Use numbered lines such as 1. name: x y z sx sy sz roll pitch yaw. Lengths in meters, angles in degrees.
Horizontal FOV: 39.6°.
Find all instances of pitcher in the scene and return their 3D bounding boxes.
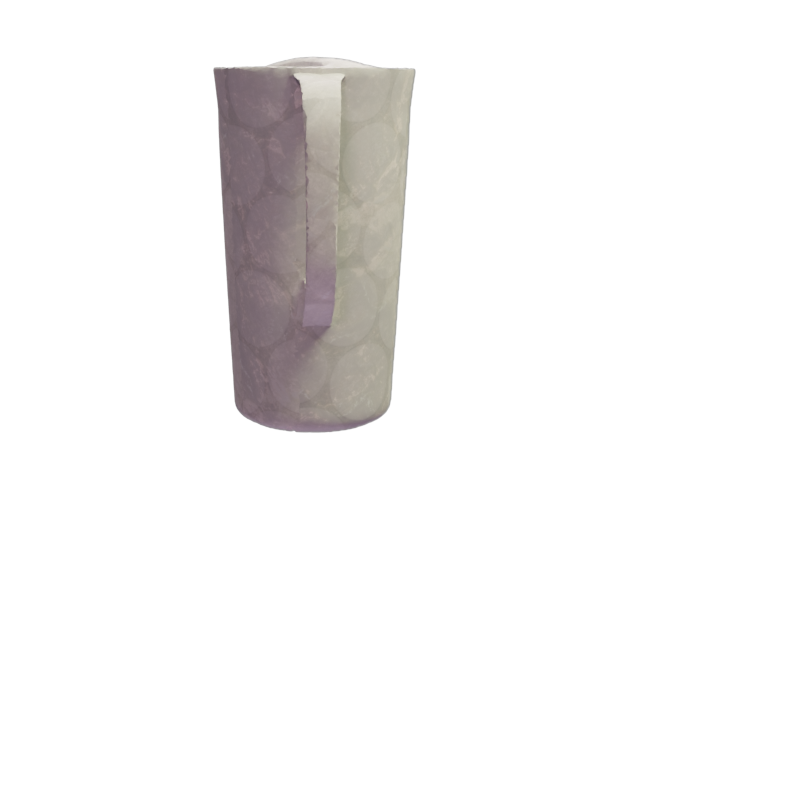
1. pitcher: -0.058 -0.105 0.737 0.152 0.238 0.145 8 12 38
